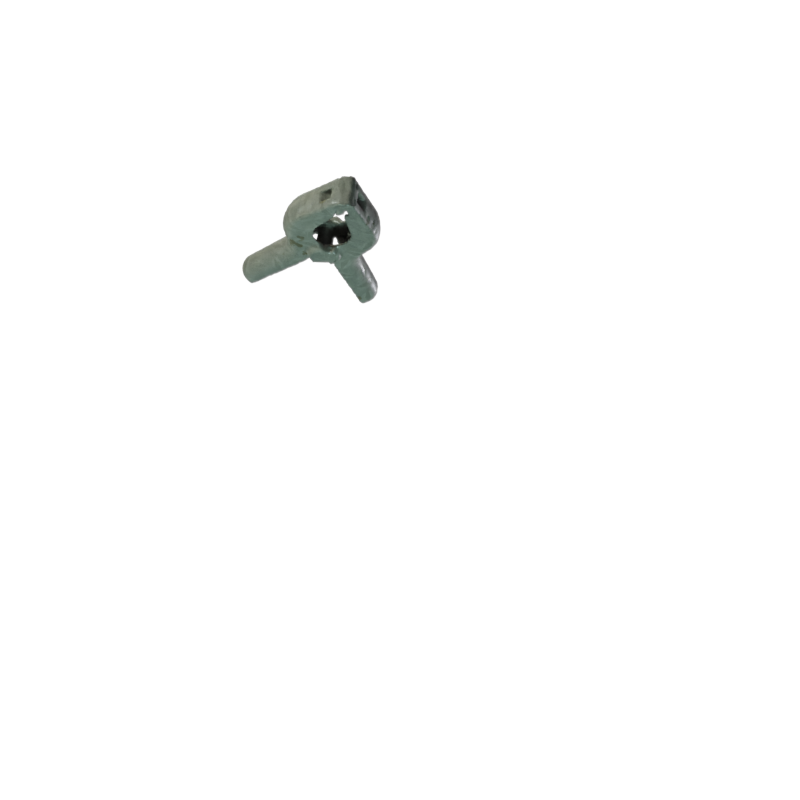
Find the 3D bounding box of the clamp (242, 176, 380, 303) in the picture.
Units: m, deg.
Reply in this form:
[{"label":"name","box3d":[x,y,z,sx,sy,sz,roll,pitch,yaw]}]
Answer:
[{"label":"clamp","box3d":[-0.072,-0.132,0.924,0.119,0.042,0.162,2,-26,-5]}]
